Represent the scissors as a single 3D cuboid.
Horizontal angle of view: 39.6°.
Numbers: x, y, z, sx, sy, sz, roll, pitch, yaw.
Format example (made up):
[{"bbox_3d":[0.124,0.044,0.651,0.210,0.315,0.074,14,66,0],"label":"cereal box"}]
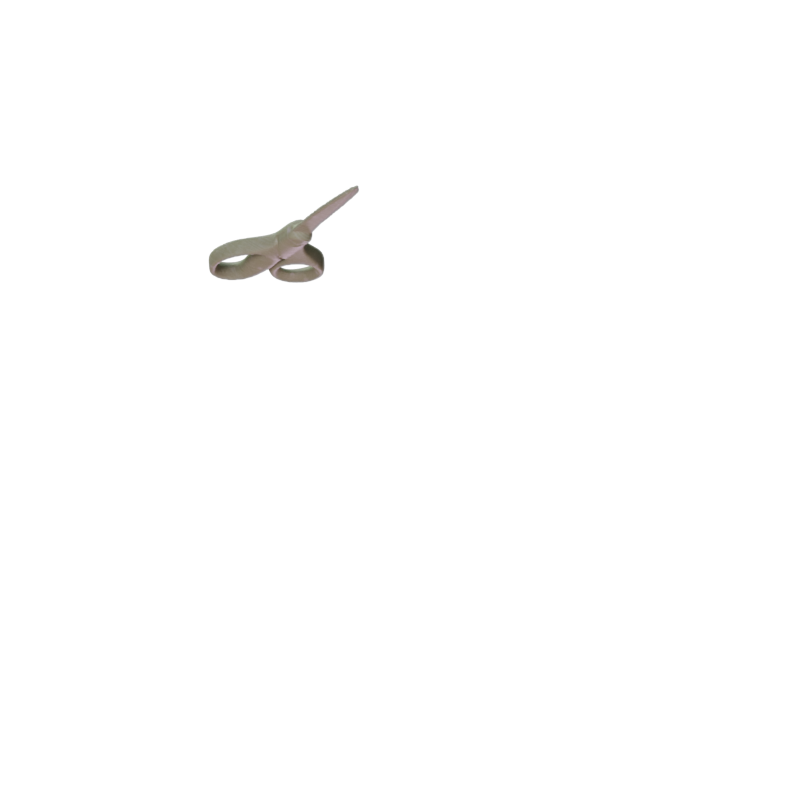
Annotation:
[{"bbox_3d":[-0.062,-0.114,0.797,0.091,0.016,0.205,9,-14,-41],"label":"scissors"}]
